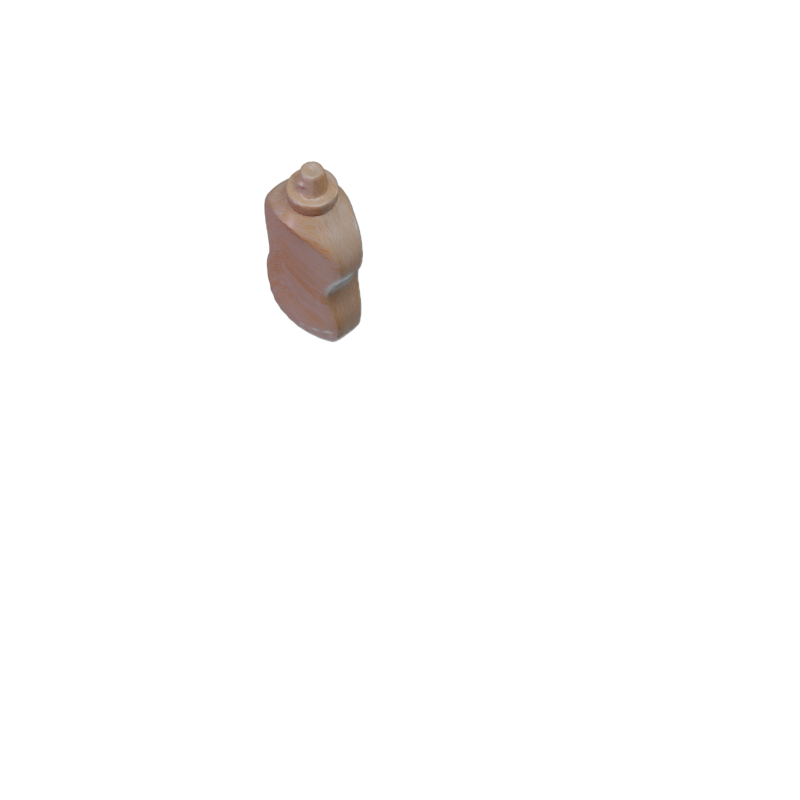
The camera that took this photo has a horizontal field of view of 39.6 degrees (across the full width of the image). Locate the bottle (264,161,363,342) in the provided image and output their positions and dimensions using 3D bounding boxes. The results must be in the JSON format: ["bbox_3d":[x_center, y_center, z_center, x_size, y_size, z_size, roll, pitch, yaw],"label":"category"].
[{"bbox_3d":[-0.072,-0.131,0.919,0.059,0.102,0.180,-35,-23,-21],"label":"bottle"}]
